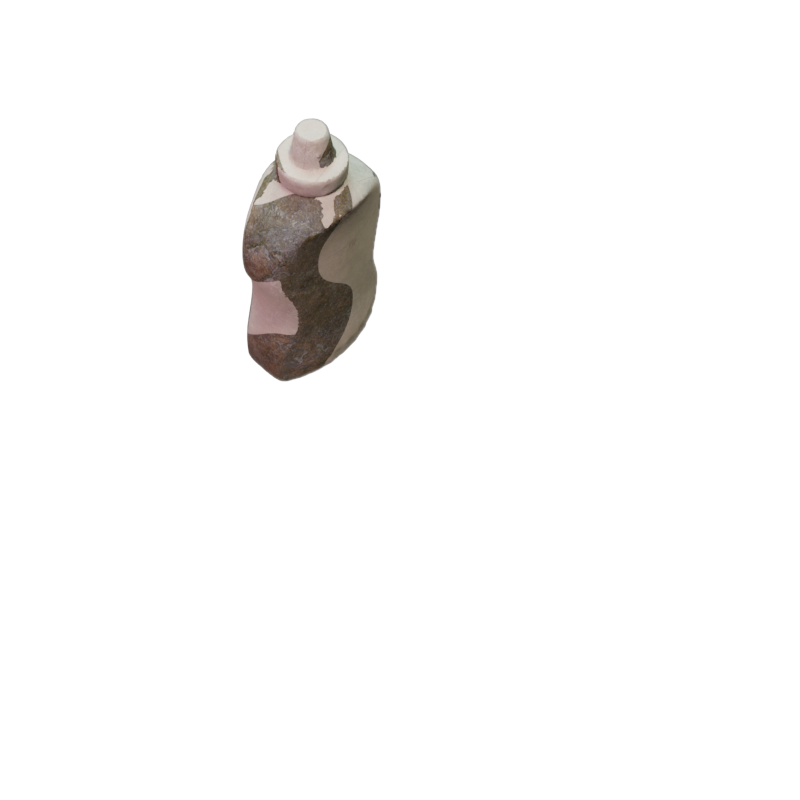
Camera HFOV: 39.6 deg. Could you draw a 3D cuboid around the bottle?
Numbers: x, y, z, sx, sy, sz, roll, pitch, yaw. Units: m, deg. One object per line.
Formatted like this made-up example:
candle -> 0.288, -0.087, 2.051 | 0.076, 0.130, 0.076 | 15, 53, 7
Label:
bottle -> -0.053, -0.095, 0.667 | 0.097, 0.062, 0.179 | -41, -22, -26
